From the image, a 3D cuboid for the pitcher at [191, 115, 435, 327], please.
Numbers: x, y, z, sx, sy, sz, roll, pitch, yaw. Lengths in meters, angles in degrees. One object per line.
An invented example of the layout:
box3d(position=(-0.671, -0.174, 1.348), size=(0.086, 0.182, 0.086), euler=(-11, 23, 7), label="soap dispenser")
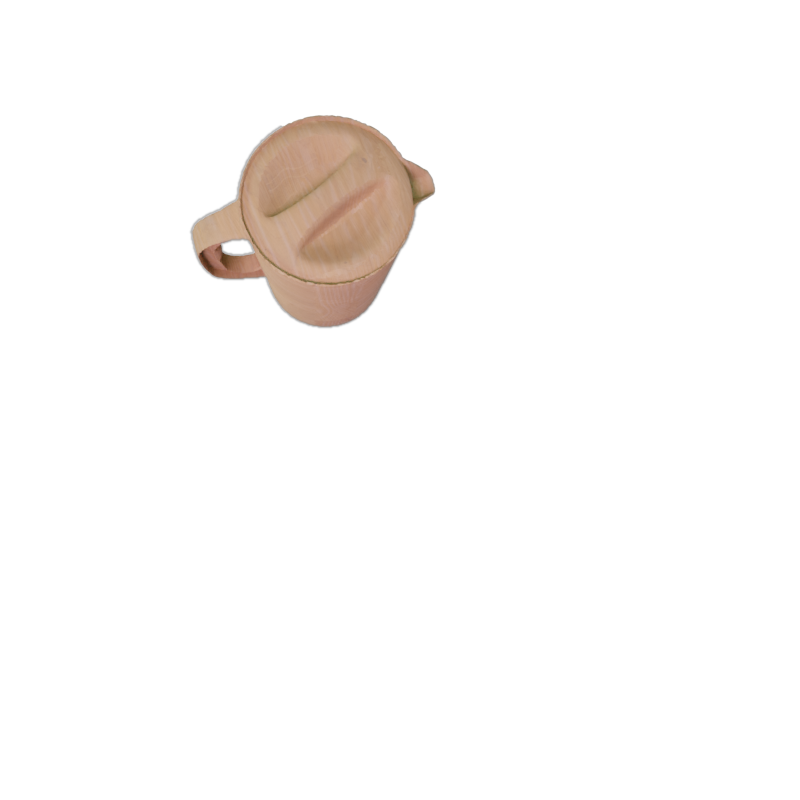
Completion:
box3d(position=(-0.073, -0.133, 0.930), size=(0.151, 0.147, 0.236), euler=(30, -10, 2), label="pitcher")
